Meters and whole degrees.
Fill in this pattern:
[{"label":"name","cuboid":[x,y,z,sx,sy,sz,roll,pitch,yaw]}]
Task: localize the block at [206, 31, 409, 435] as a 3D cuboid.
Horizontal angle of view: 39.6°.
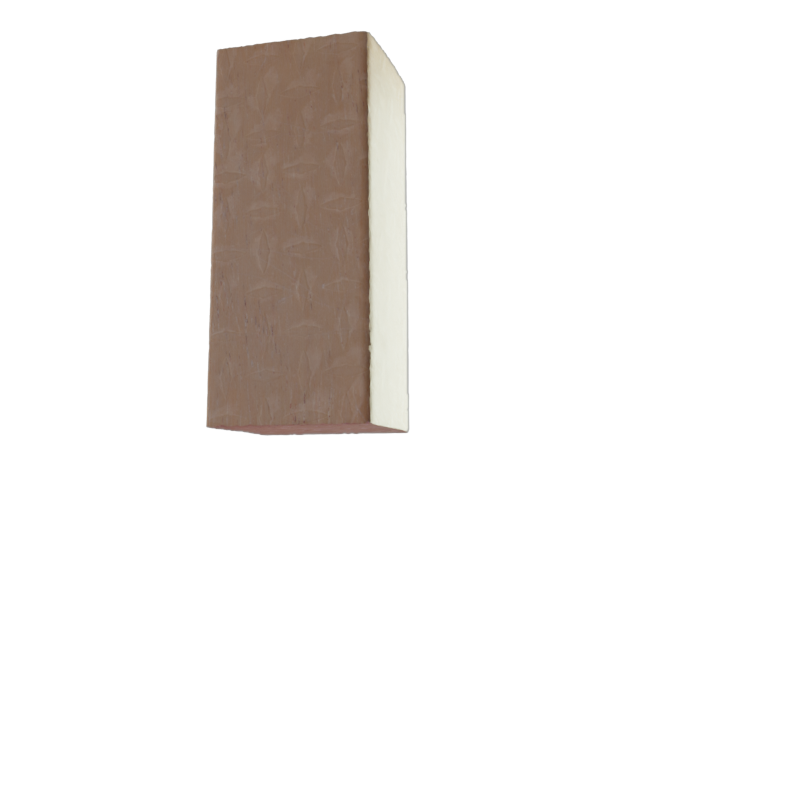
[{"label":"block","cuboid":[-0.048,-0.088,0.615,0.092,0.212,0.086,-4,-12,15]}]
